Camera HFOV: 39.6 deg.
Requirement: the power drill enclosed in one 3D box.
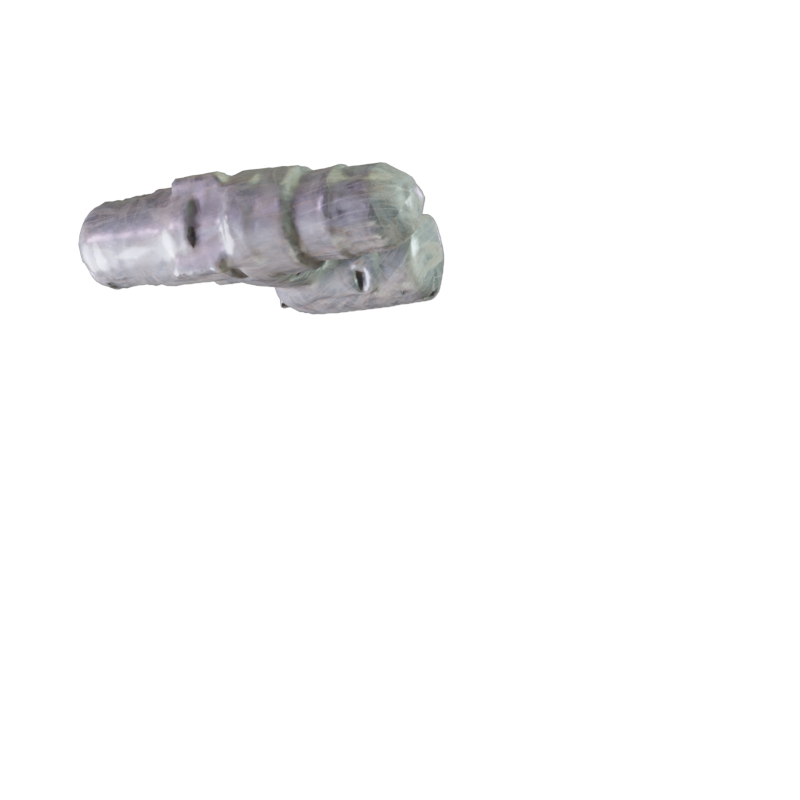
[{"bbox_3d":[-0.046,-0.084,0.589,0.190,0.058,0.179,-1,-3,27],"label":"power drill"}]
